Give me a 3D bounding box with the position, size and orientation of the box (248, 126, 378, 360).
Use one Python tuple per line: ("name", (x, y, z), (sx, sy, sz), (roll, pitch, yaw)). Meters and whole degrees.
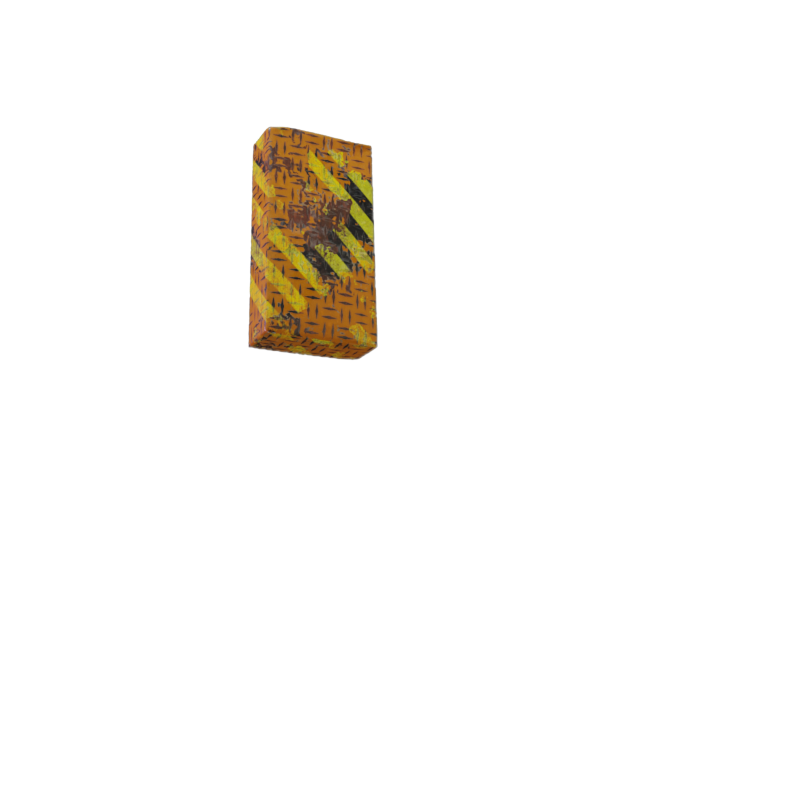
("box", (-0.068, -0.123, 0.863), (0.090, 0.185, 0.047), (8, -23, -23))
